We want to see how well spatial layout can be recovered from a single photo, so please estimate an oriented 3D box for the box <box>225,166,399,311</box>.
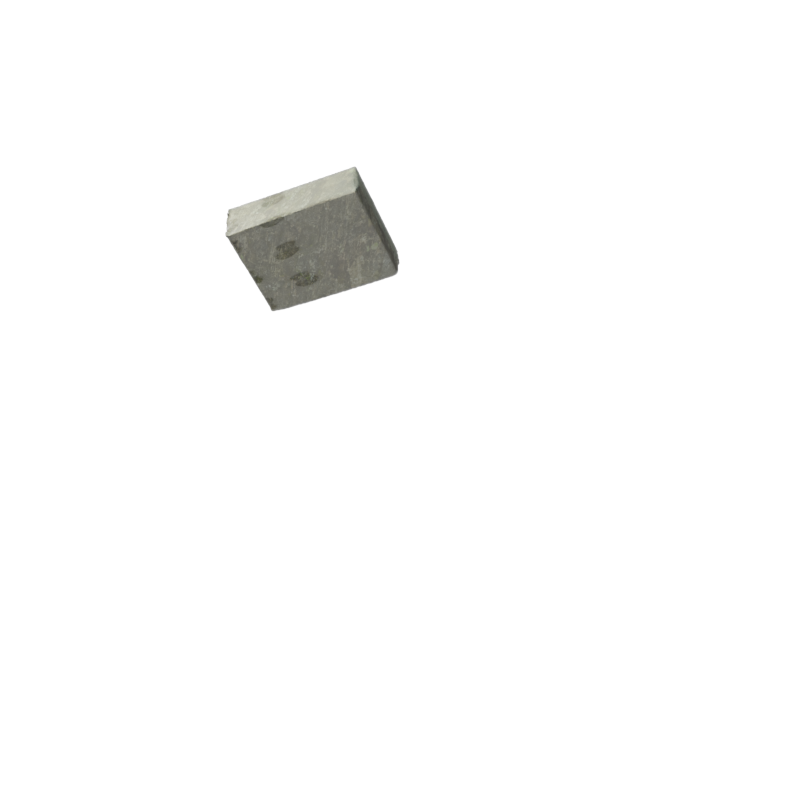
[{"bbox_3d":[-0.068,-0.125,0.875,0.114,0.083,0.042,-17,38,14],"label":"box"}]
